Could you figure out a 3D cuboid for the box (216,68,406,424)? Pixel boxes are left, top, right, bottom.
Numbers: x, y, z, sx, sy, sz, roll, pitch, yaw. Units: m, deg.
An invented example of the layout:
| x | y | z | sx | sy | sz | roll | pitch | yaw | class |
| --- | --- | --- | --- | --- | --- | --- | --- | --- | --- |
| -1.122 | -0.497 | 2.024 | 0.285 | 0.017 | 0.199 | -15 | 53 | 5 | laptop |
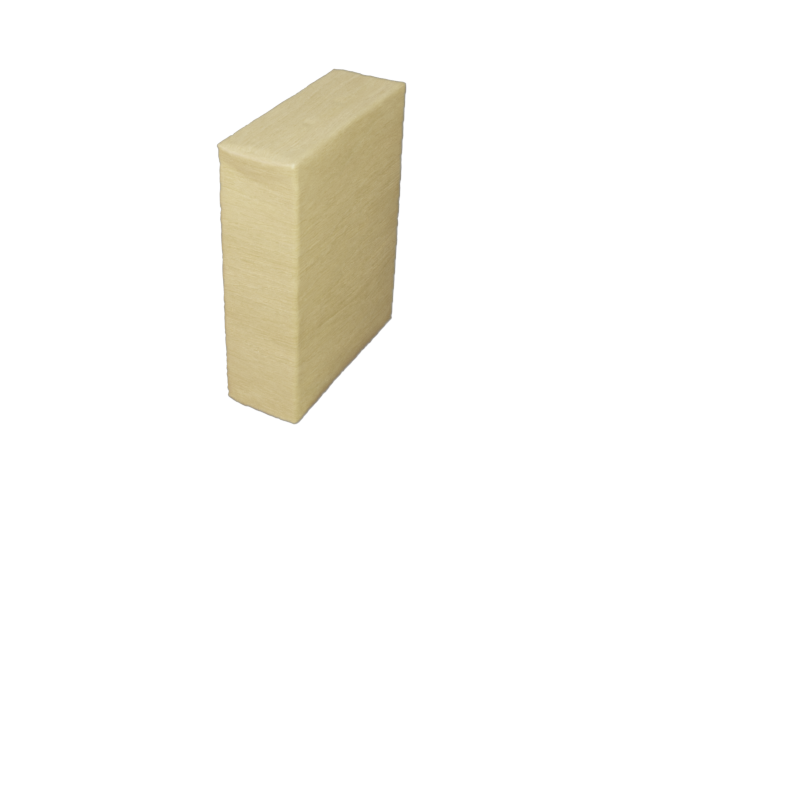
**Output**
| x | y | z | sx | sy | sz | roll | pitch | yaw | class |
| --- | --- | --- | --- | --- | --- | --- | --- | --- | --- |
| -0.065 | -0.118 | 0.825 | 0.075 | 0.201 | 0.168 | 16 | 36 | 21 | box |
